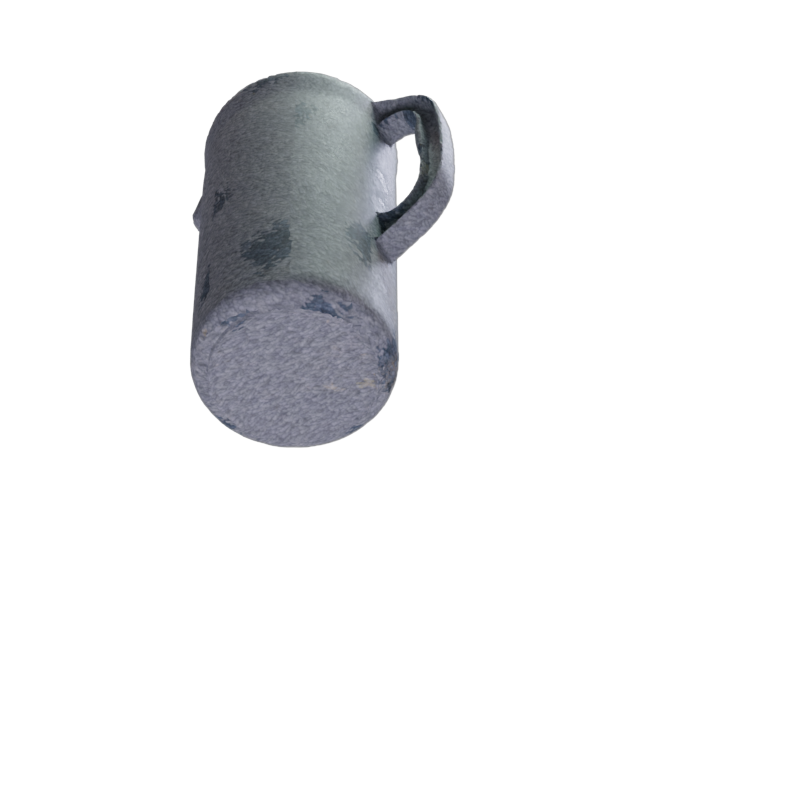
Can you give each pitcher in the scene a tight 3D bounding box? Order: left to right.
[{"bbox_3d":[-0.052,-0.094,0.660,0.142,0.142,0.260,13,35,-12],"label":"pitcher"}]
